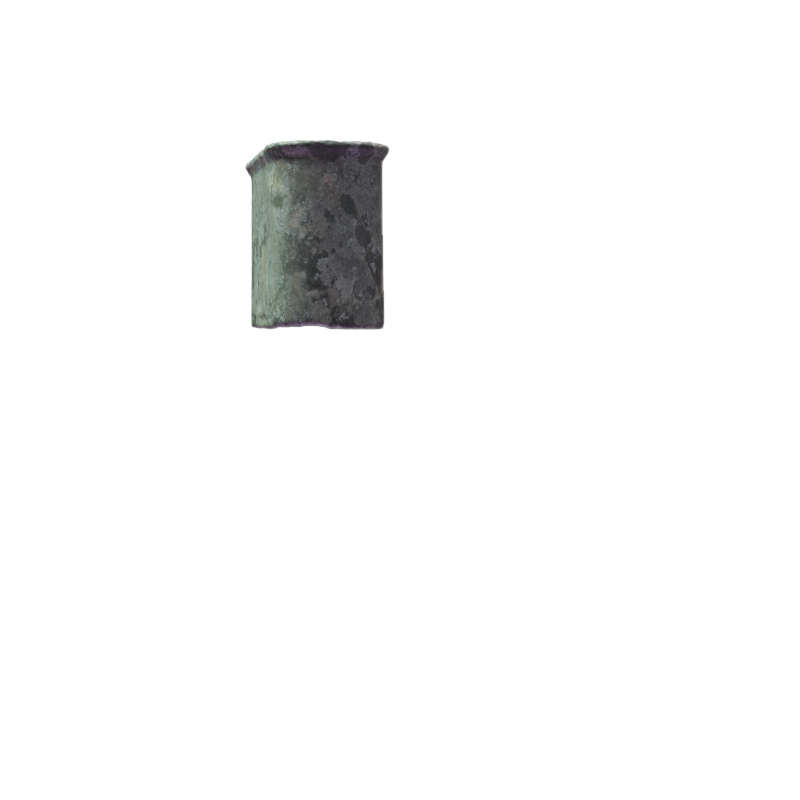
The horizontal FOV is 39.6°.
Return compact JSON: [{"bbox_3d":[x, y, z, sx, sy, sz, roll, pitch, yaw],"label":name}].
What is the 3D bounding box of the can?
[{"bbox_3d":[-0.042,-0.076,0.535,0.056,0.084,0.104,0,1,-15],"label":"can"}]
